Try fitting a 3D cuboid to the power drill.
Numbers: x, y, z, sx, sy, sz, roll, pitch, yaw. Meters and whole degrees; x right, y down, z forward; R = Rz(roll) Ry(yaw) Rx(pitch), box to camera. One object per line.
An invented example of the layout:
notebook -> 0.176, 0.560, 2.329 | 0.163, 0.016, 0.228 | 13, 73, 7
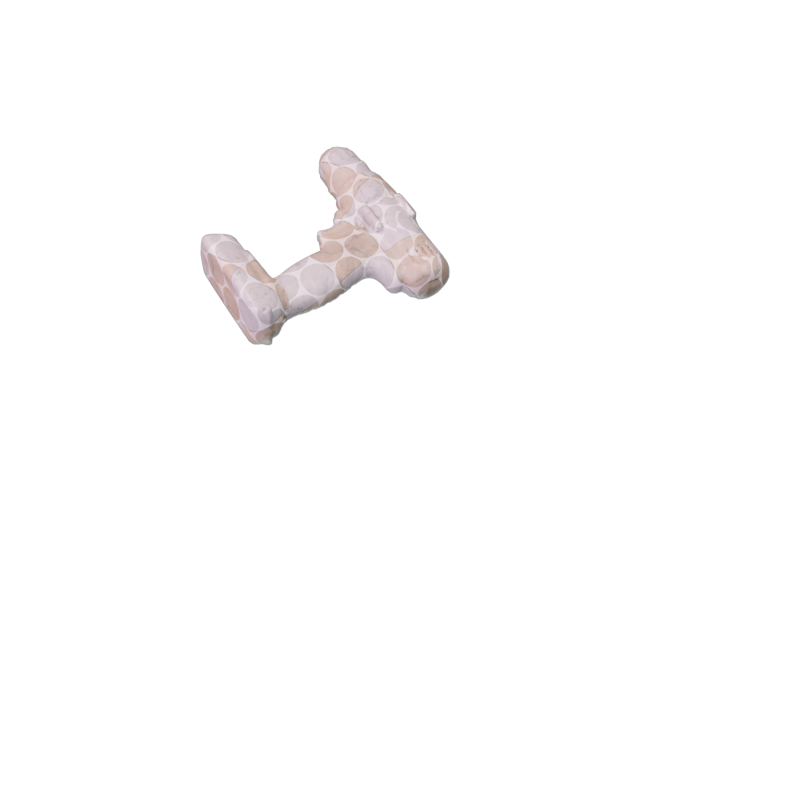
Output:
power drill -> -0.076, -0.139, 0.973 | 0.187, 0.199, 0.053 | -24, -35, -19
